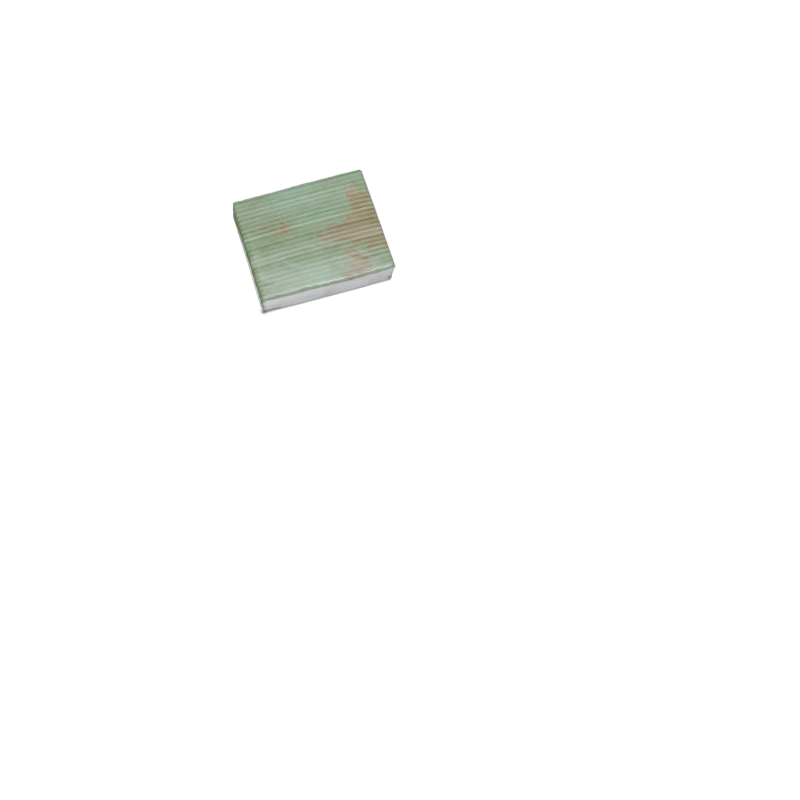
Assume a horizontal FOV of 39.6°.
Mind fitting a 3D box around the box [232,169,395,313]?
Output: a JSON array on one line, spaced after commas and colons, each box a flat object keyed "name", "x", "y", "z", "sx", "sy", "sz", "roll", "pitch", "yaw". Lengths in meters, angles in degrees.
[{"name": "box", "x": -0.071, "y": -0.129, "z": 0.900, "sx": 0.113, "sy": 0.095, "sz": 0.037, "roll": -17, "pitch": -20, "yaw": -7}]
